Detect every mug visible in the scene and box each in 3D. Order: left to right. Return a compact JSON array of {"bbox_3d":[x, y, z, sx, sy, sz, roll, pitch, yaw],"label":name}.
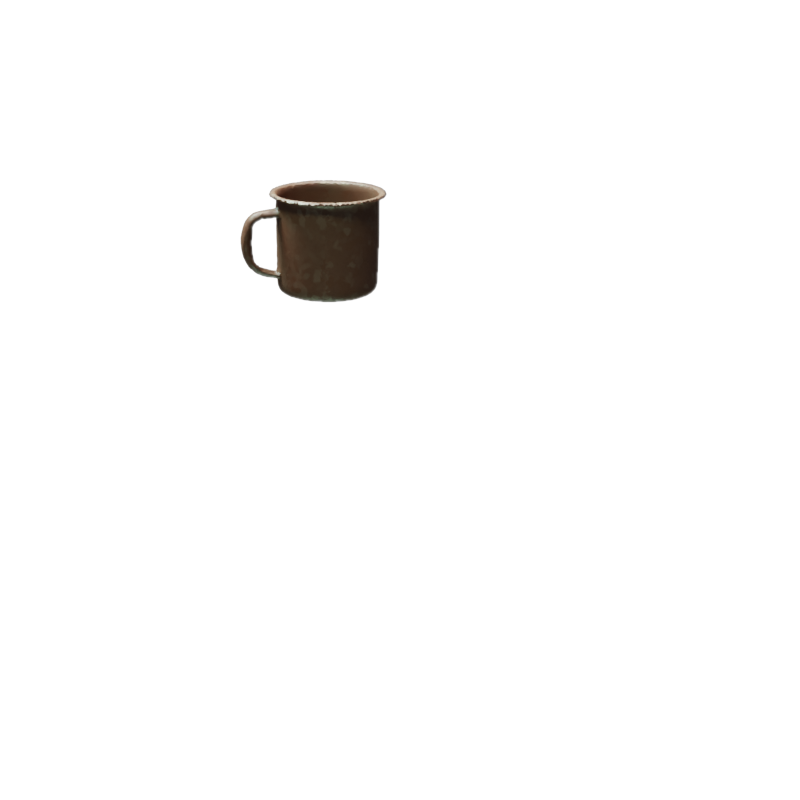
[{"bbox_3d":[-0.069,-0.127,0.887,0.115,0.078,0.099,-6,20,-18],"label":"mug"}]
